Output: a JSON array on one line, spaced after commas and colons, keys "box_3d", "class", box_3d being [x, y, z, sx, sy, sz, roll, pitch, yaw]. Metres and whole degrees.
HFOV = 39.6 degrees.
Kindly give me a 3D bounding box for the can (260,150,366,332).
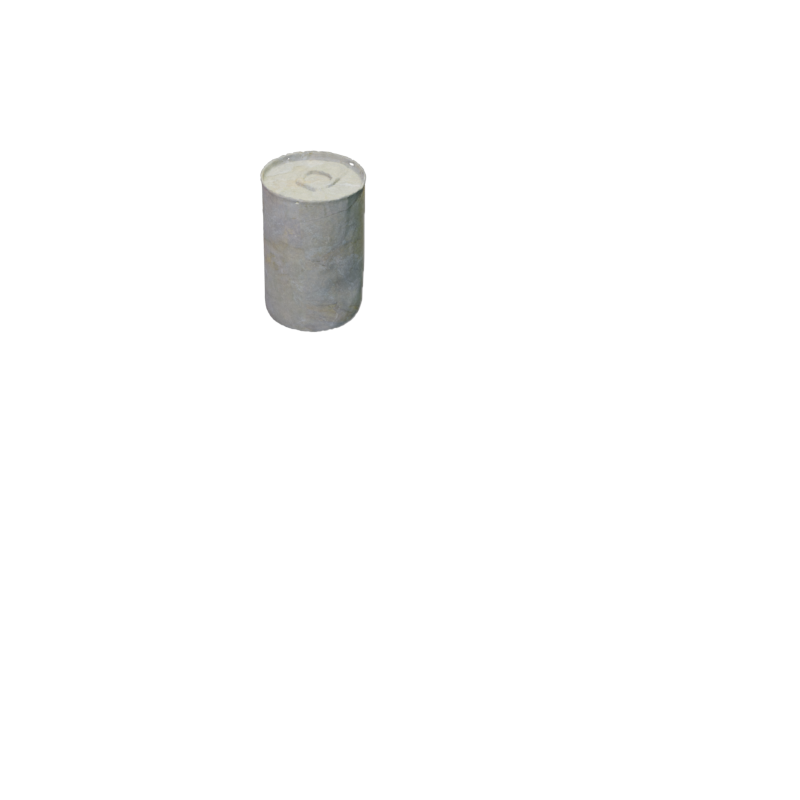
[{"box_3d": [-0.058, -0.105, 0.736, 0.068, 0.096, 0.073, 0, 35, -3], "class": "can"}]
